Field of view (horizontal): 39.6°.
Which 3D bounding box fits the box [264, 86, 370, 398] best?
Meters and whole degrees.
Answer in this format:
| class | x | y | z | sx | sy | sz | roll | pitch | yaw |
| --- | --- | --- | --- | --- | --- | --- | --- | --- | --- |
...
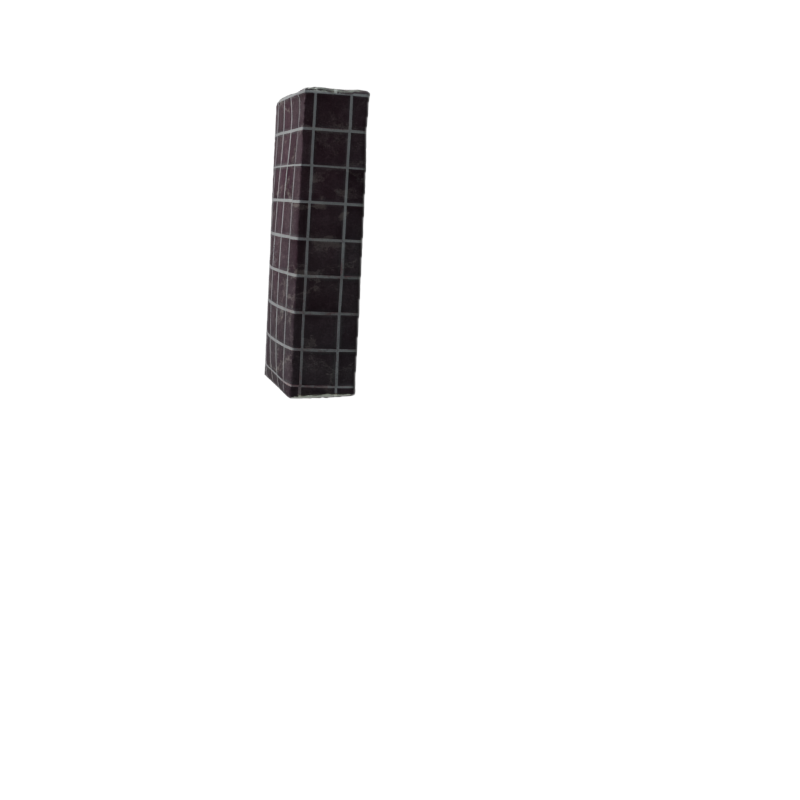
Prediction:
| class | x | y | z | sx | sy | sz | roll | pitch | yaw |
| --- | --- | --- | --- | --- | --- | --- | --- | --- | --- |
| box | -0.052 | -0.095 | 0.666 | 0.047 | 0.175 | 0.096 | 0 | 3 | -16 |
